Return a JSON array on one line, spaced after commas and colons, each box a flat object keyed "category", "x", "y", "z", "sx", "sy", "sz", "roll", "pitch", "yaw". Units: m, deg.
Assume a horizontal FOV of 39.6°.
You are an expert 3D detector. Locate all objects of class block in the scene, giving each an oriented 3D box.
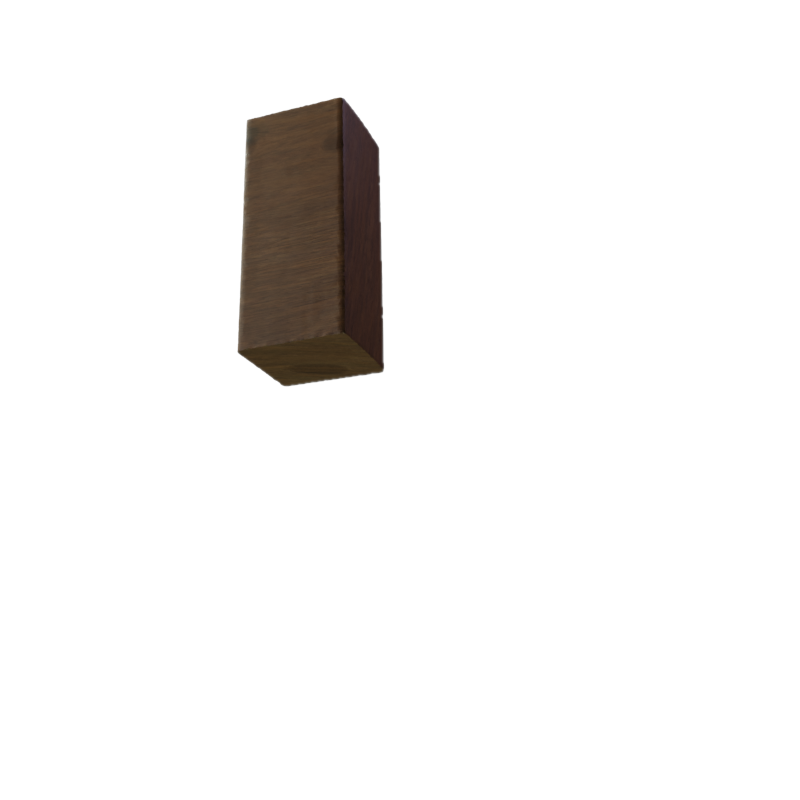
[{"category": "block", "x": -0.070, "y": -0.128, "z": 0.896, "sx": 0.092, "sy": 0.218, "sz": 0.084, "roll": -11, "pitch": -26, "yaw": 19}]
